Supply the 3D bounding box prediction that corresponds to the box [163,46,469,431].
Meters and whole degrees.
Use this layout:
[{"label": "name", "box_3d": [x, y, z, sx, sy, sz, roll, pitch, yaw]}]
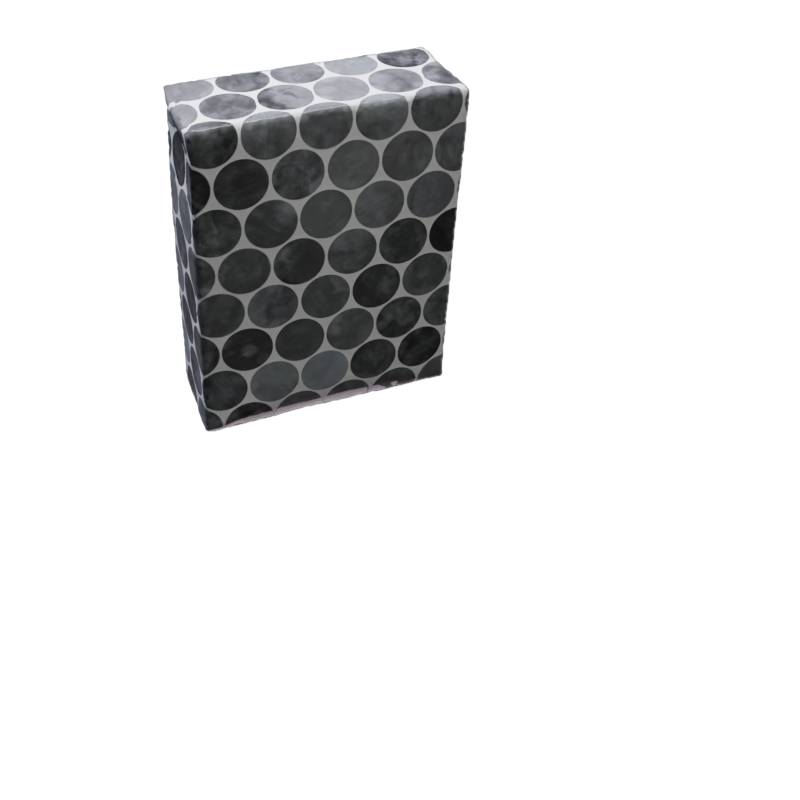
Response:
[{"label": "box", "box_3d": [-0.053, -0.096, 0.675, 0.162, 0.200, 0.078, -12, 39, -18]}]
